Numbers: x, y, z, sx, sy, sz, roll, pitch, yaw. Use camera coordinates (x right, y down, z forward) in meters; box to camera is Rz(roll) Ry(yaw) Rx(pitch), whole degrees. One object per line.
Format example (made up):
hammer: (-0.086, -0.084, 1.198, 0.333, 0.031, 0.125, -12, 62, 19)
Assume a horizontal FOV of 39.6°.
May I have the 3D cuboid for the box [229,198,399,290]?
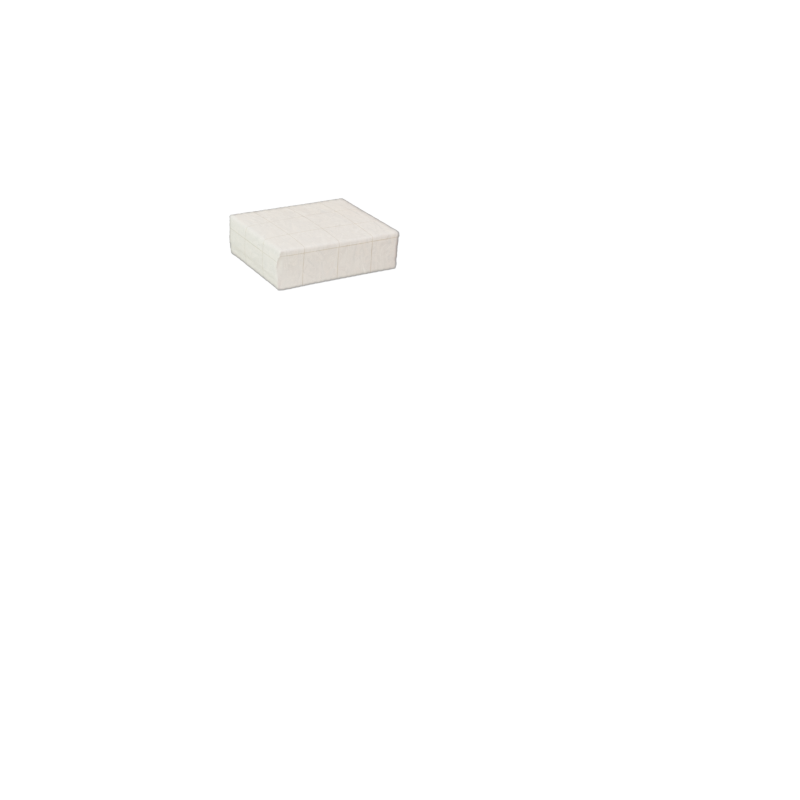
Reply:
box: (-0.071, -0.130, 0.907, 0.111, 0.037, 0.096, -16, 31, -28)
